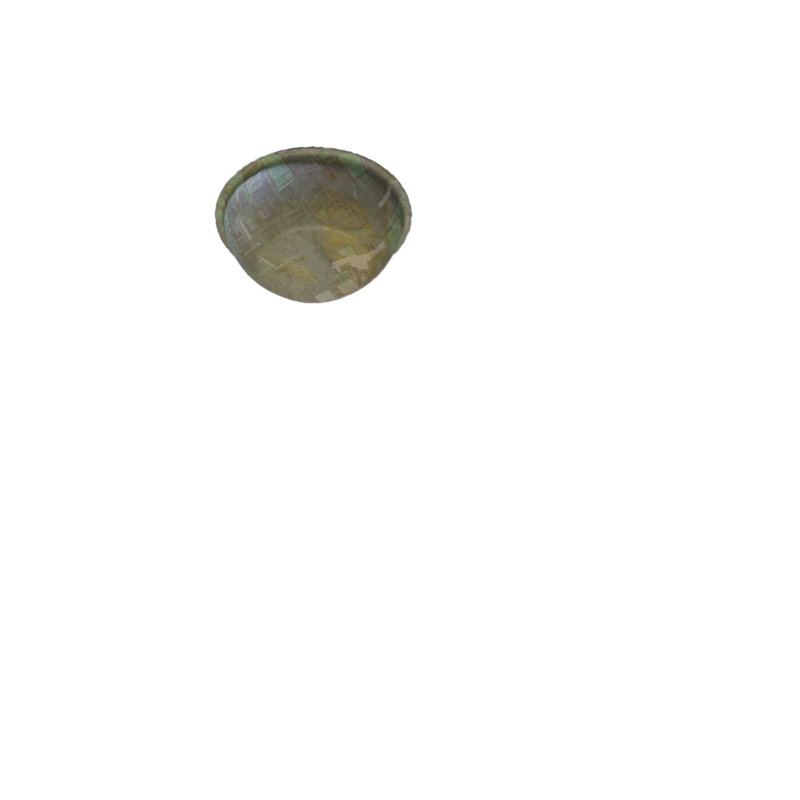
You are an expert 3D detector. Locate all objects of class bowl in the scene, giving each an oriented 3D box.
[{"bbox_3d":[-0.070,-0.127,0.892,0.162,0.059,0.151,1,-39,-1],"label":"bowl"}]
